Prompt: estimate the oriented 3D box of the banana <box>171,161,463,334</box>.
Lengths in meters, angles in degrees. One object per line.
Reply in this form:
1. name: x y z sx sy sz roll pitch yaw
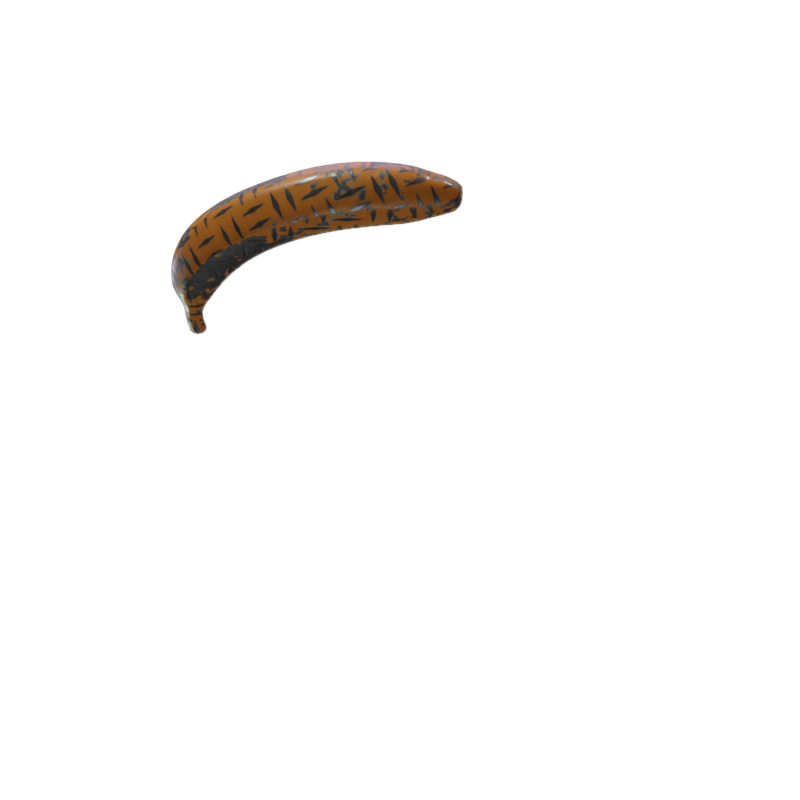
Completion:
1. banana: -0.064 -0.098 0.633 0.199 0.039 0.064 -21 -39 27
